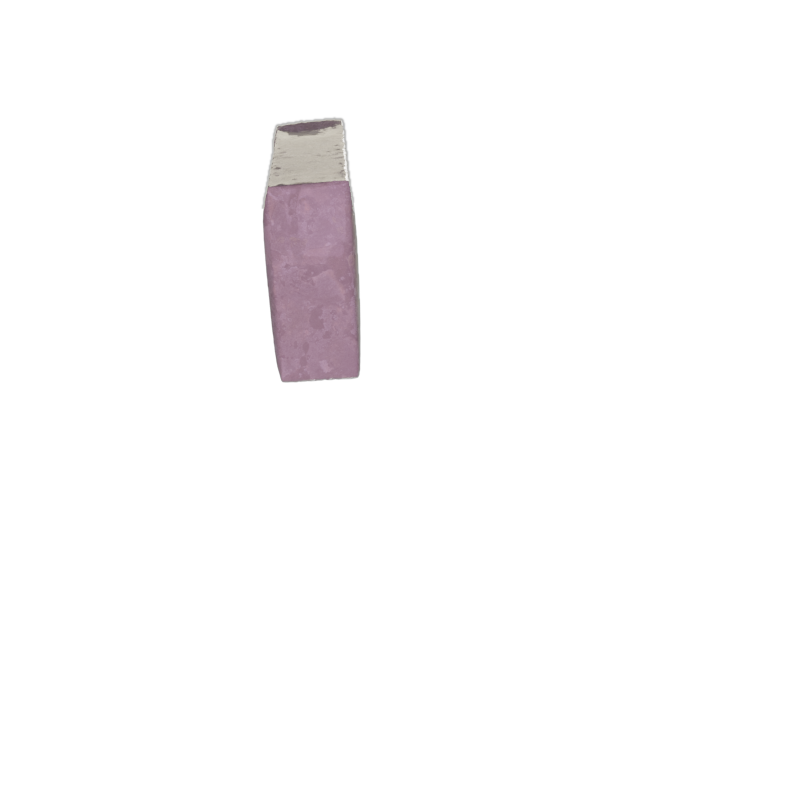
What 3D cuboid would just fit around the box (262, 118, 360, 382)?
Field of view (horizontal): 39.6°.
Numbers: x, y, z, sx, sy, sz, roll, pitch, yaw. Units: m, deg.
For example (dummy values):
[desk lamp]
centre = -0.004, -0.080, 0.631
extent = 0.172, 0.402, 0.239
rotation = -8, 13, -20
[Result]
[box]
centre = -0.074, -0.135, 0.944
extent = 0.072, 0.156, 0.225
rotation = -4, 24, -2
